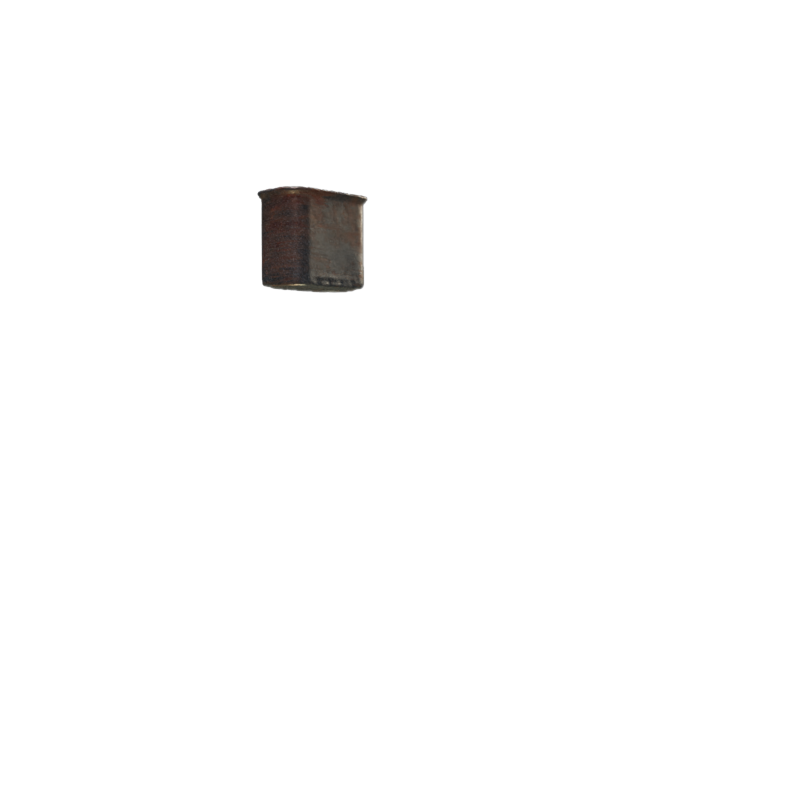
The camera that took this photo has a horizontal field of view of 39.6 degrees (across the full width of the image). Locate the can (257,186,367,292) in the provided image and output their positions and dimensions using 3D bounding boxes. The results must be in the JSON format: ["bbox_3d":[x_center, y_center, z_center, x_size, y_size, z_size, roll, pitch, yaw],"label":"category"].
[{"bbox_3d":[-0.076,-0.139,0.971,0.059,0.085,0.097,-4,-4,42],"label":"can"}]
